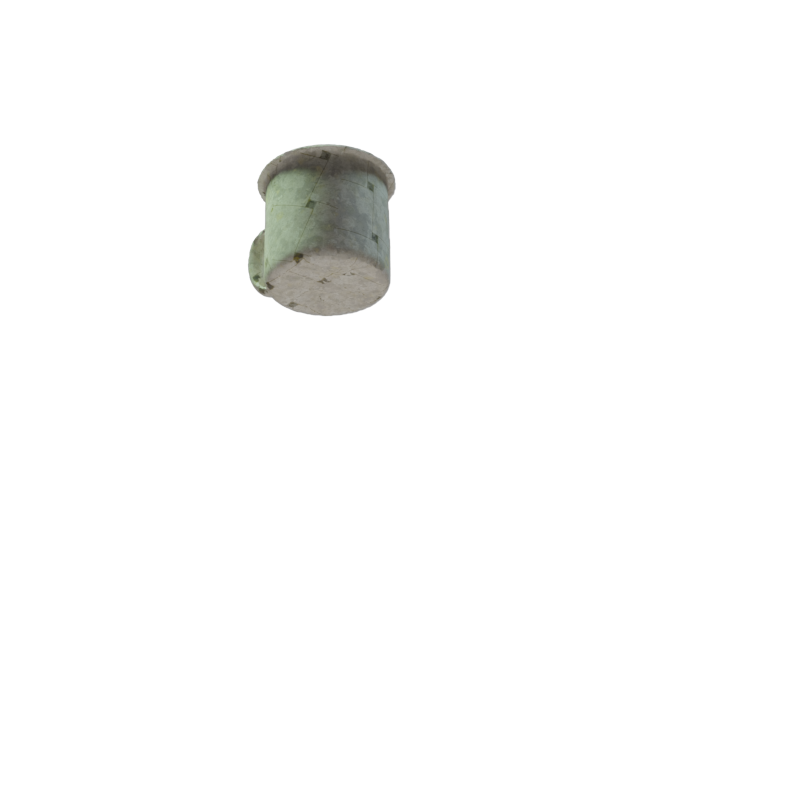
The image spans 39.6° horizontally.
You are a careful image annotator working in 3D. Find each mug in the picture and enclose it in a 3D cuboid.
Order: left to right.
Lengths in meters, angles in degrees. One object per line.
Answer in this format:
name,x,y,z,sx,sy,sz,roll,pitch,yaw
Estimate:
mug,-0.057,-0.105,0.734,0.118,0.087,0.087,-20,-33,34
